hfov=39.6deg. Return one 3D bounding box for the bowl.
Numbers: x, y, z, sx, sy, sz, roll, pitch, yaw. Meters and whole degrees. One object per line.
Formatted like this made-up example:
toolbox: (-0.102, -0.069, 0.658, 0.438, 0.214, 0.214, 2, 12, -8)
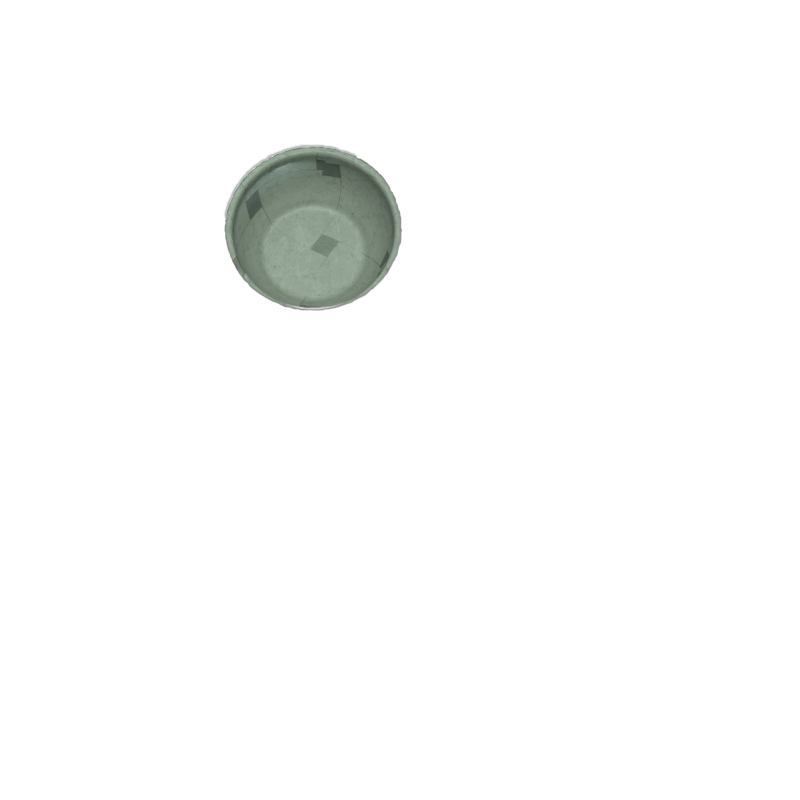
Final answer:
bowl: (-0.077, -0.141, 0.986, 0.162, 0.154, 0.058, 1, 25, -1)
